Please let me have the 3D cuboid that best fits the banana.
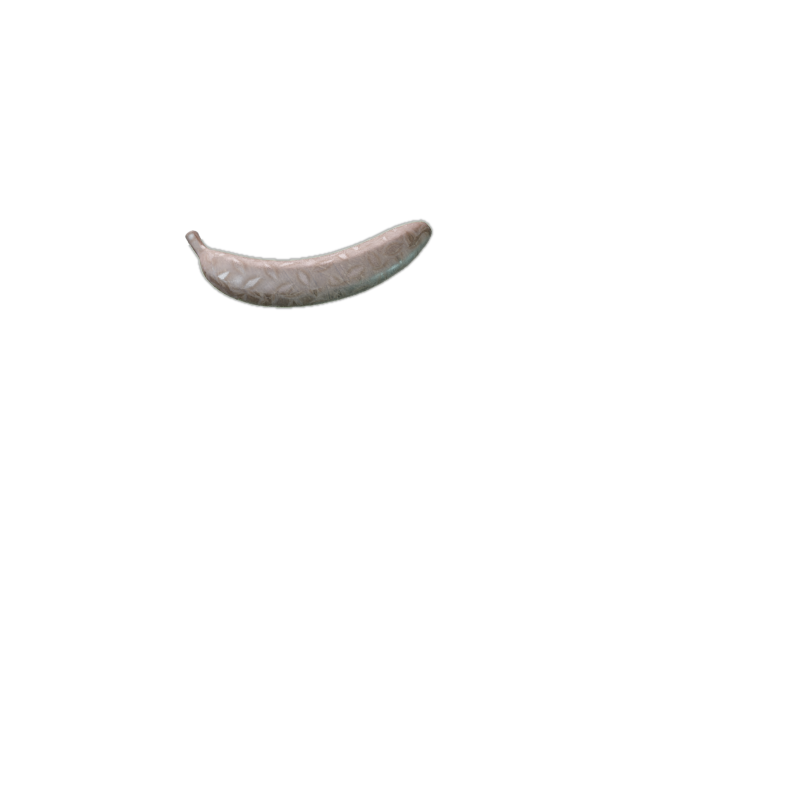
[{"bbox_3d":[-0.072,-0.107,0.872,0.197,0.072,0.035,-2,-15,-1],"label":"banana"}]
